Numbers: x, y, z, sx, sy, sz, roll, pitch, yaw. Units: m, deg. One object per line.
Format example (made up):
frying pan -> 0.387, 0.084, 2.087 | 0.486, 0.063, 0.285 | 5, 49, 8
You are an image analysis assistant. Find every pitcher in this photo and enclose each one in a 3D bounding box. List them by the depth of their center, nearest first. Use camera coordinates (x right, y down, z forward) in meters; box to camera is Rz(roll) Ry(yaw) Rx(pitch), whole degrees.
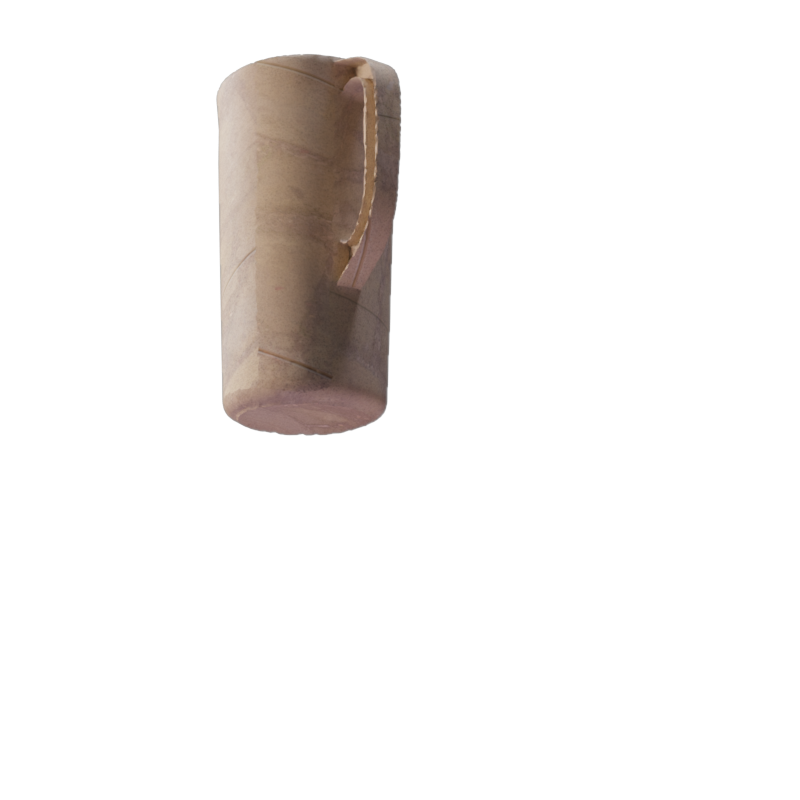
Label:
pitcher -> -0.059, -0.108, 0.756 | 0.147, 0.255, 0.140 | -5, -20, 10
